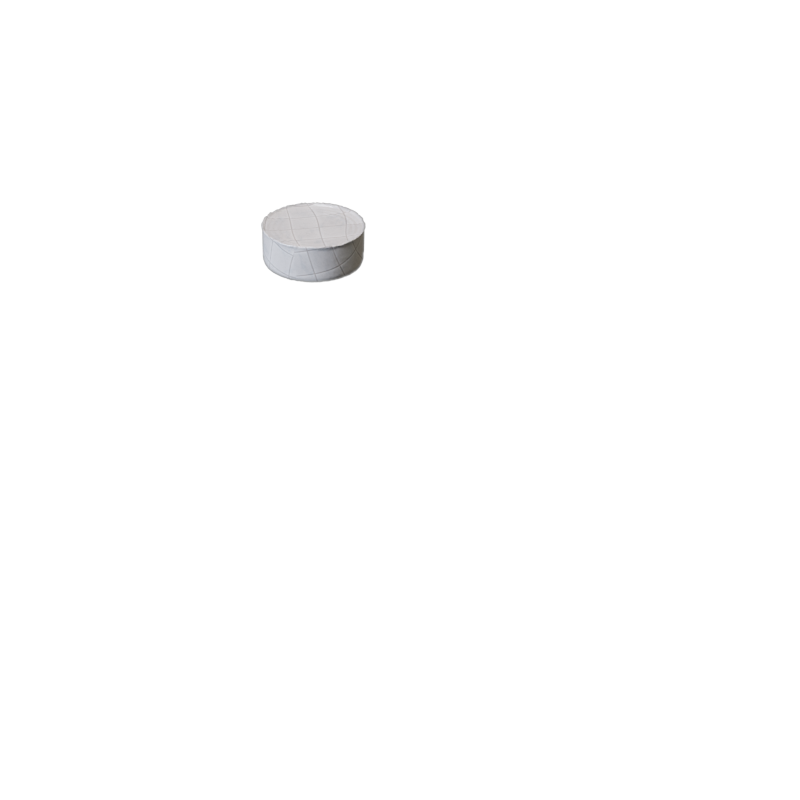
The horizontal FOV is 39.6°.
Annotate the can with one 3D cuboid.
[{"bbox_3d":[-0.072,-0.131,0.919,0.086,0.032,0.091,-1,32,-2],"label":"can"}]
